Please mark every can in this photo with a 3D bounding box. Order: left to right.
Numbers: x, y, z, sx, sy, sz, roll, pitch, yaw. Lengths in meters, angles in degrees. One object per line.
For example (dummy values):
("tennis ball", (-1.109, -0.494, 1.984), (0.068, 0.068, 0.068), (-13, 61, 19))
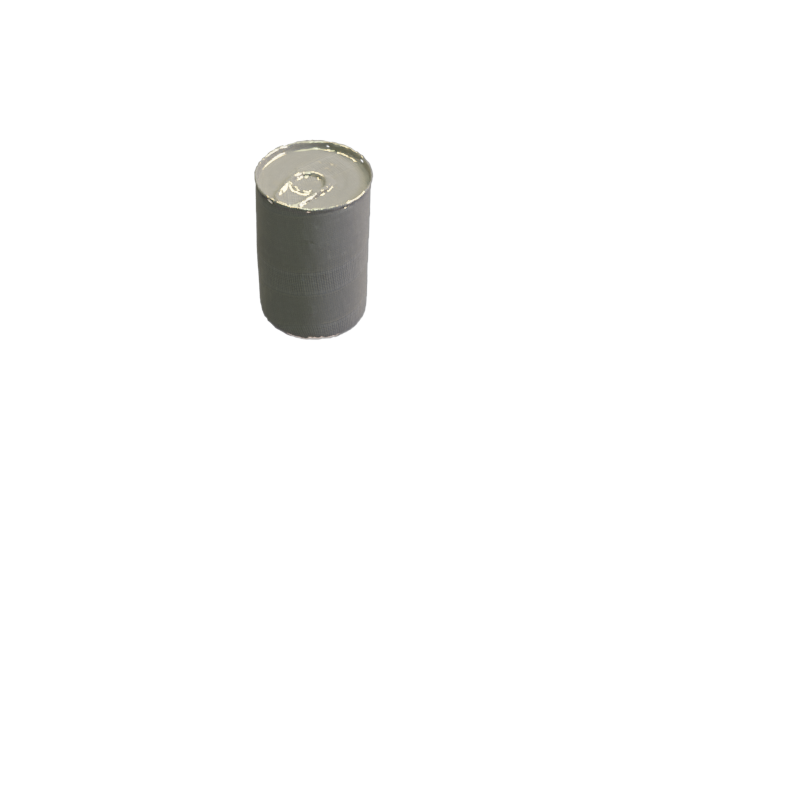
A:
("can", (-0.052, -0.095, 0.664), (0.068, 0.095, 0.074), (0, 43, -3))
